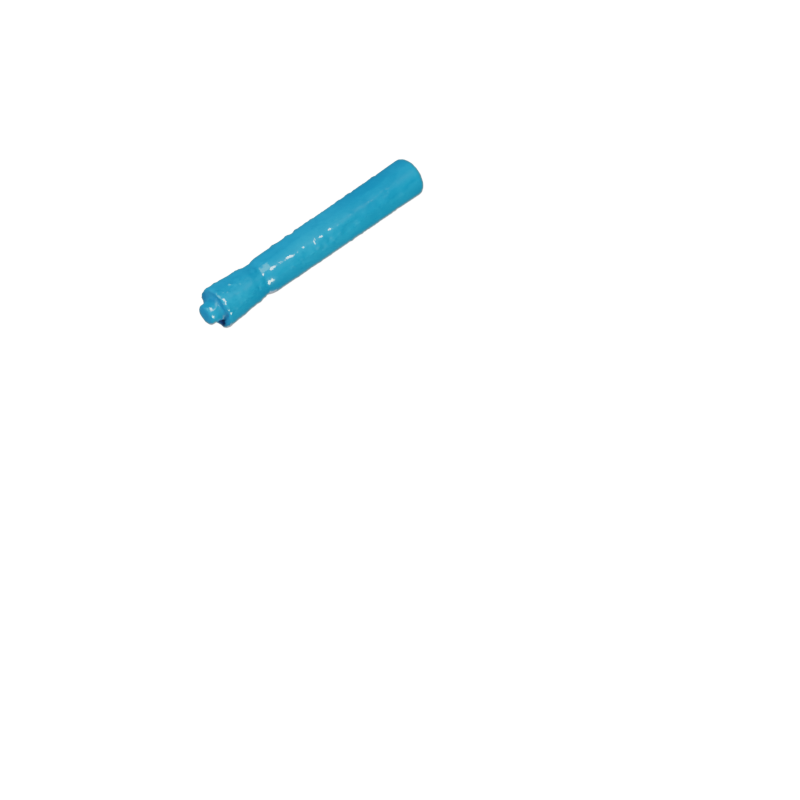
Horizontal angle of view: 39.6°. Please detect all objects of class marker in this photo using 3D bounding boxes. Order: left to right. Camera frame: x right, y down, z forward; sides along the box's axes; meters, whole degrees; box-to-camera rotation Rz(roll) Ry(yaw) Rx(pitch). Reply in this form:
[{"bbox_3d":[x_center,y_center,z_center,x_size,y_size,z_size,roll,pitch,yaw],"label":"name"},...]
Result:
[{"bbox_3d":[-0.037,-0.068,0.478,0.122,0.019,0.021,-39,24,-28],"label":"marker"}]
